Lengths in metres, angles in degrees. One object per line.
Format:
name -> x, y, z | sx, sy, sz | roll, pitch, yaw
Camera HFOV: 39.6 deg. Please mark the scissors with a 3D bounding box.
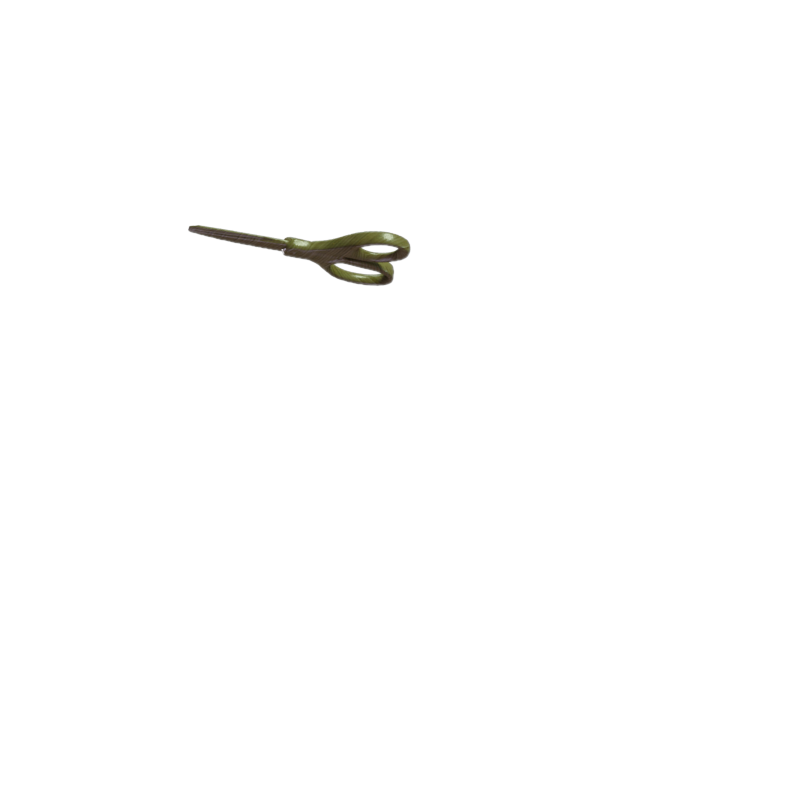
scissors -> -0.077, -0.140, 0.979 | 0.191, 0.017, 0.096 | 16, -26, -35
